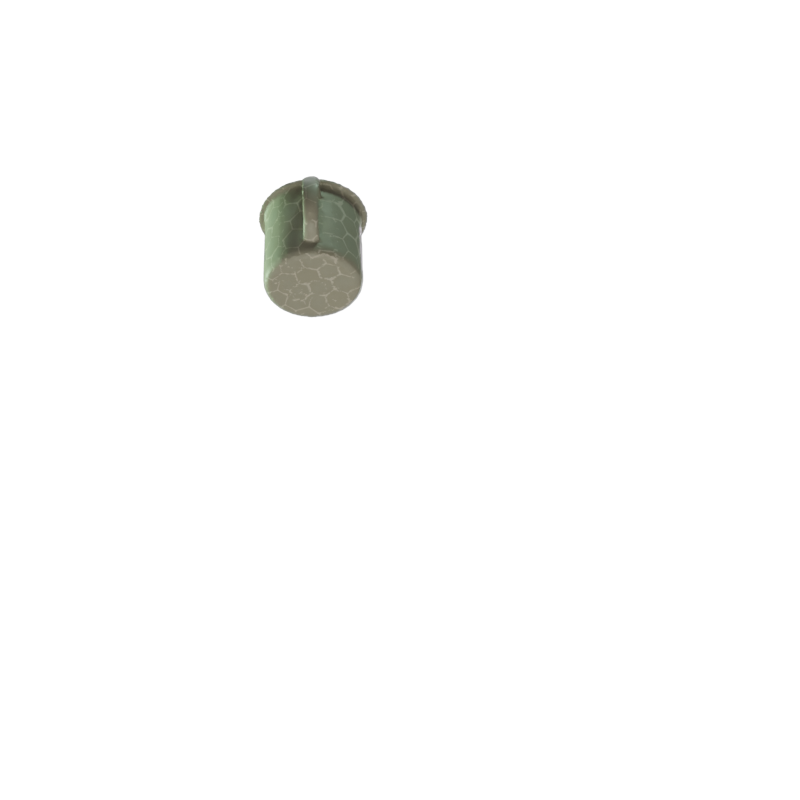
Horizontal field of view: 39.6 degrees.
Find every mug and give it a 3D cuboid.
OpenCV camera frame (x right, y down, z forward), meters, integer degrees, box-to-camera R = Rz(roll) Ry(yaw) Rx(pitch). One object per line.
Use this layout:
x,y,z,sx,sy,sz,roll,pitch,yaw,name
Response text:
-0.072,-0.131,0.919,0.093,0.087,0.109,1,-41,-3,mug
